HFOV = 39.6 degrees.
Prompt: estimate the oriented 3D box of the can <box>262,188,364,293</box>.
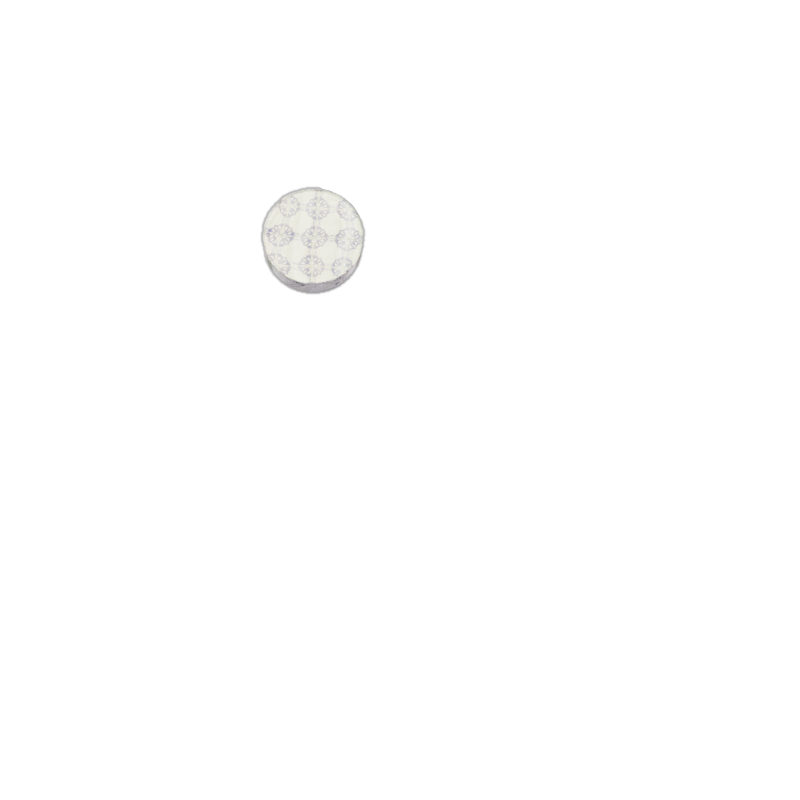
[{"bbox_3d":[-0.074,-0.135,0.946,0.086,0.090,0.032,-1,-18,-1],"label":"can"}]
